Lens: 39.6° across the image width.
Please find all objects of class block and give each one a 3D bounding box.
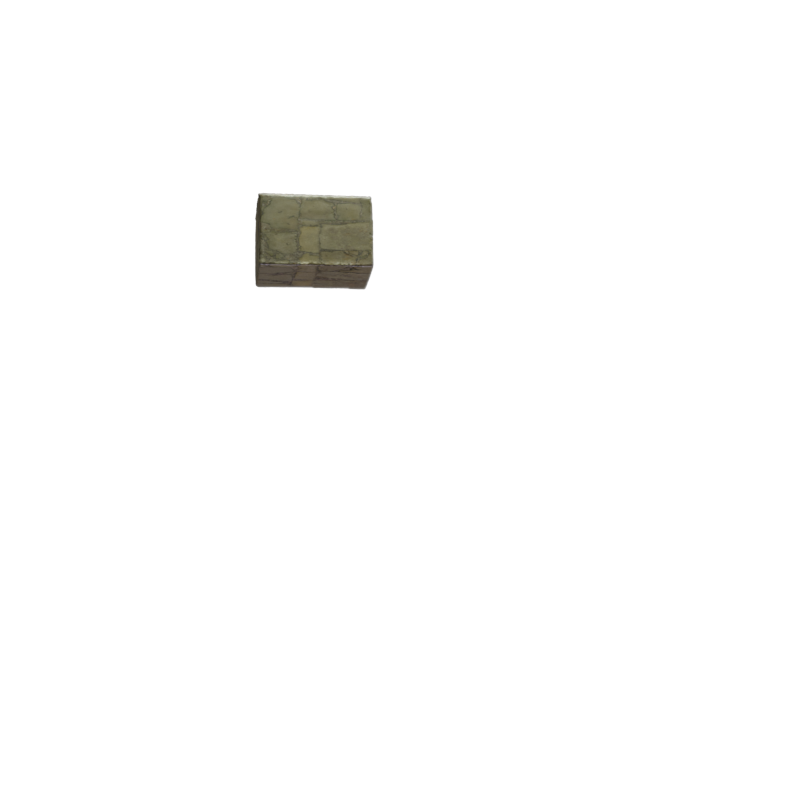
[{"bbox_3d":[-0.059,-0.107,0.751,0.077,0.053,0.051,1,-16,-7],"label":"block"}]
